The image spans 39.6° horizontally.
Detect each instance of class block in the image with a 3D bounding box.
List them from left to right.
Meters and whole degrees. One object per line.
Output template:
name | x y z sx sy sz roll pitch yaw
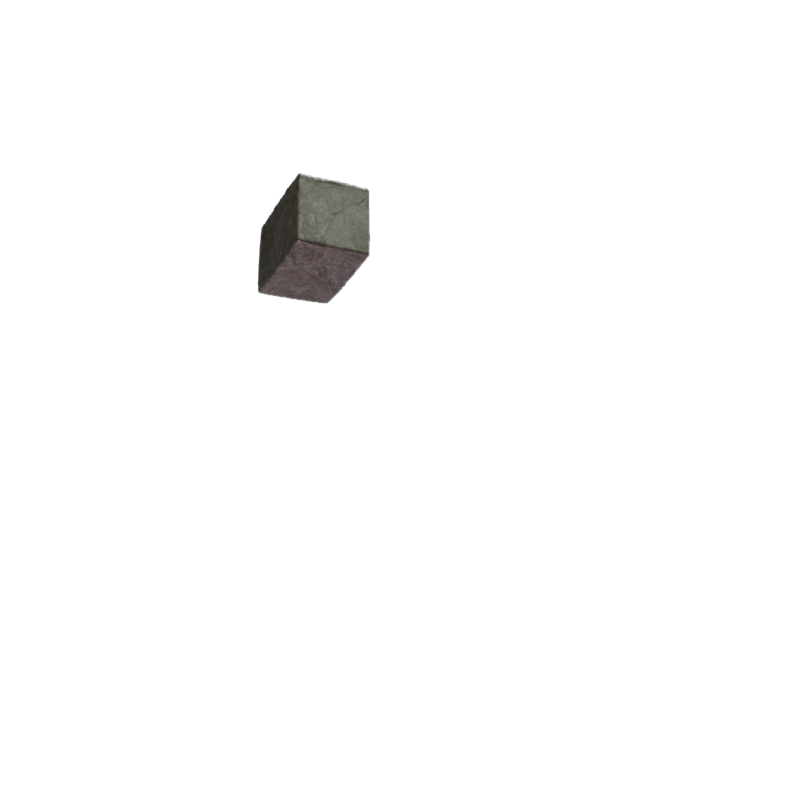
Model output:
block | -0.058 -0.106 0.744 0.051 0.054 0.076 11 -28 -23
